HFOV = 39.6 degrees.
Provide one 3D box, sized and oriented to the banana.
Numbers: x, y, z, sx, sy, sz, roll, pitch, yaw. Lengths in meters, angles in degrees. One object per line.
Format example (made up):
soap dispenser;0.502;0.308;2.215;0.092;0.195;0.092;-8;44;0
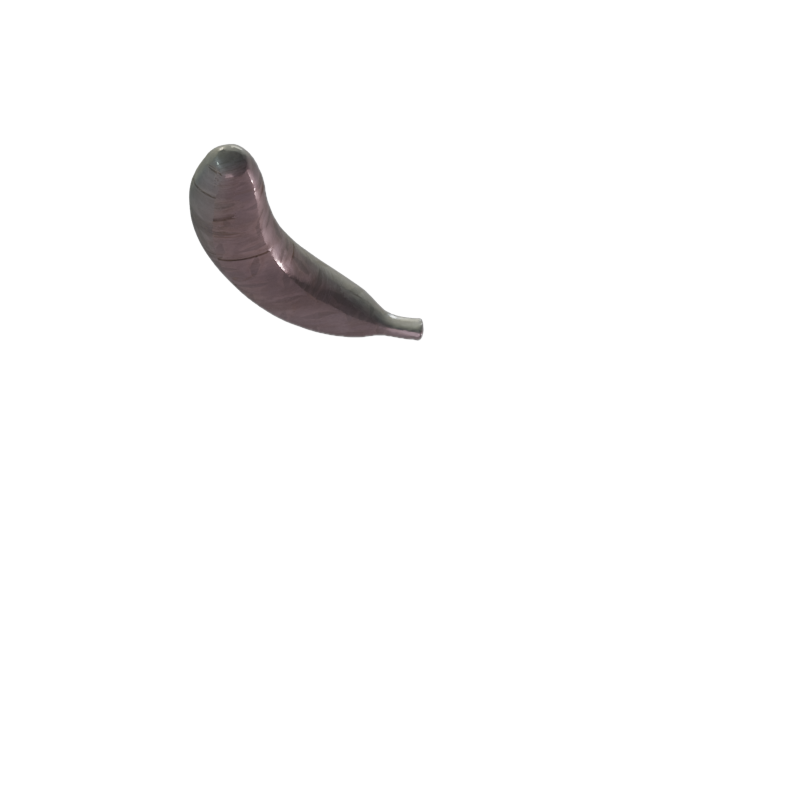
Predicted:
banana;-0.057;-0.072;0.545;0.071;0.039;0.184;-11;-23;24
